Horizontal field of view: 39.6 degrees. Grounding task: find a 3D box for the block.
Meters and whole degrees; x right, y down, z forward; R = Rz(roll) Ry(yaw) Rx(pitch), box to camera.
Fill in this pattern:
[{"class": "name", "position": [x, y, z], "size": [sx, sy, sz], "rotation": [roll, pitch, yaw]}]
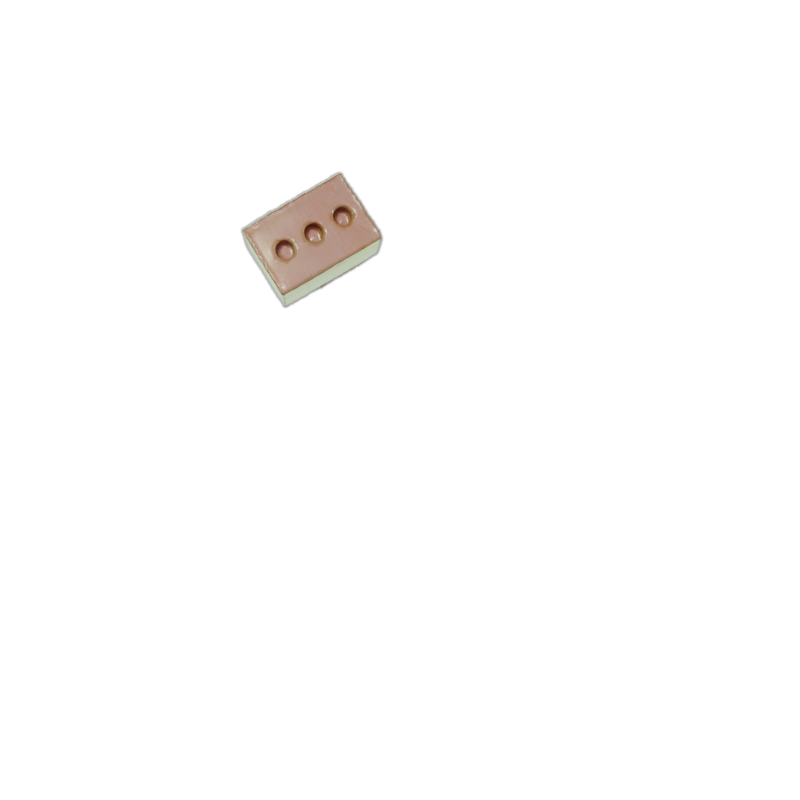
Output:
[{"class": "block", "position": [-0.058, -0.105, 0.737], "size": [0.078, 0.054, 0.050], "rotation": [-32, -8, -7]}]
